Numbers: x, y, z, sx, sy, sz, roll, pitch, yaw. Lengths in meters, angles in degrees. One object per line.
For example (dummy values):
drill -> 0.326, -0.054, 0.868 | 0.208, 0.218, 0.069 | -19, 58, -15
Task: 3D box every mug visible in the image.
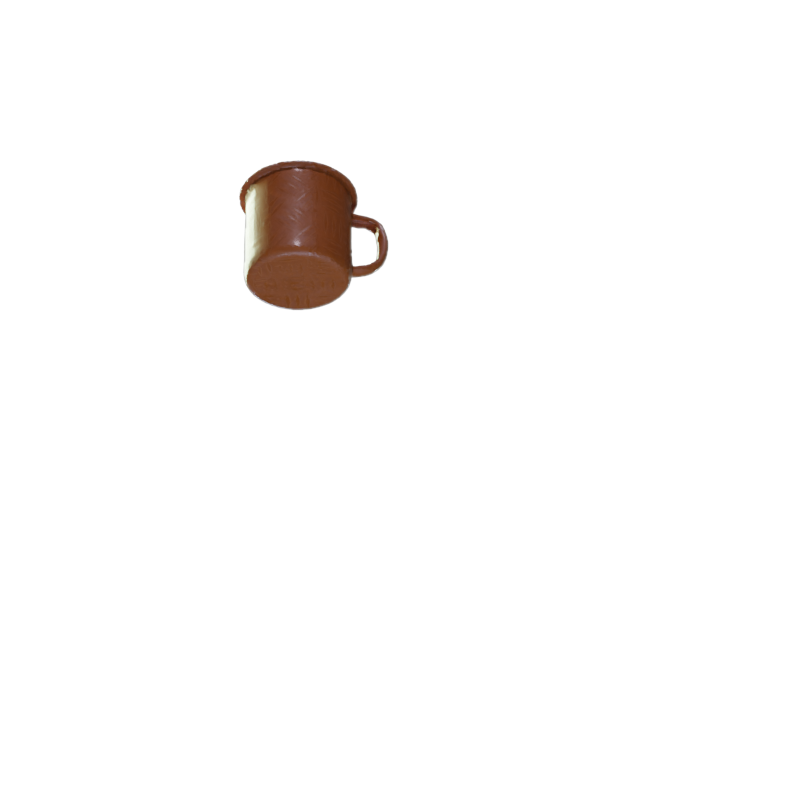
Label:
mug -> -0.067, -0.121, 0.850 | 0.115, 0.087, 0.089 | 7, -34, -13
